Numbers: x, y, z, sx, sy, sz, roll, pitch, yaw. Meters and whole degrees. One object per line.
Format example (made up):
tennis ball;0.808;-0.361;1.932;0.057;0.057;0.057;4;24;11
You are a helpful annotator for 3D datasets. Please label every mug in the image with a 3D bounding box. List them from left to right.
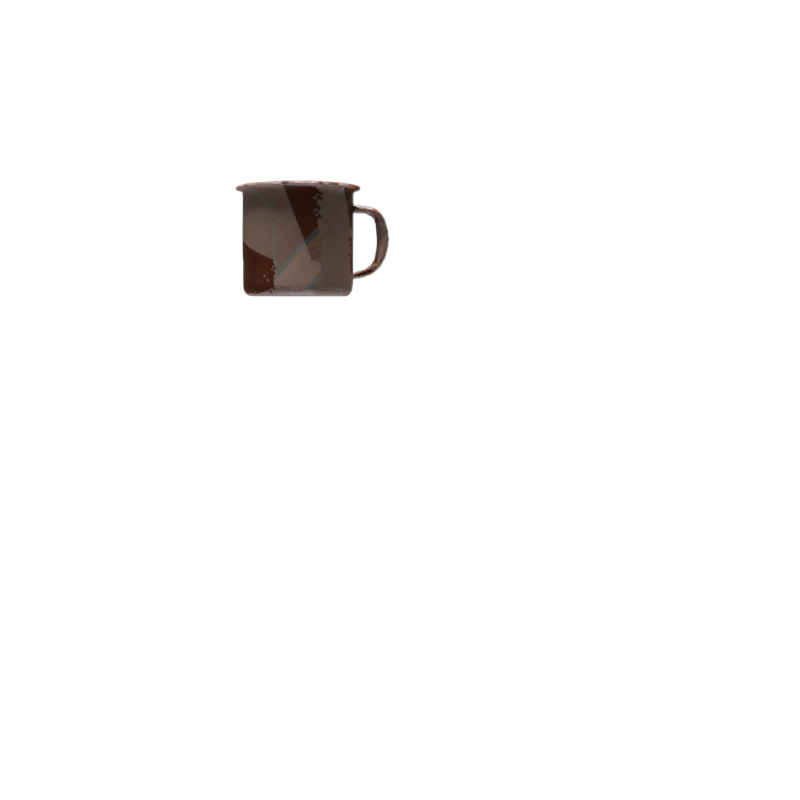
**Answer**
mug;-0.065;-0.118;0.825;0.114;0.082;0.096;-1;2;-21
